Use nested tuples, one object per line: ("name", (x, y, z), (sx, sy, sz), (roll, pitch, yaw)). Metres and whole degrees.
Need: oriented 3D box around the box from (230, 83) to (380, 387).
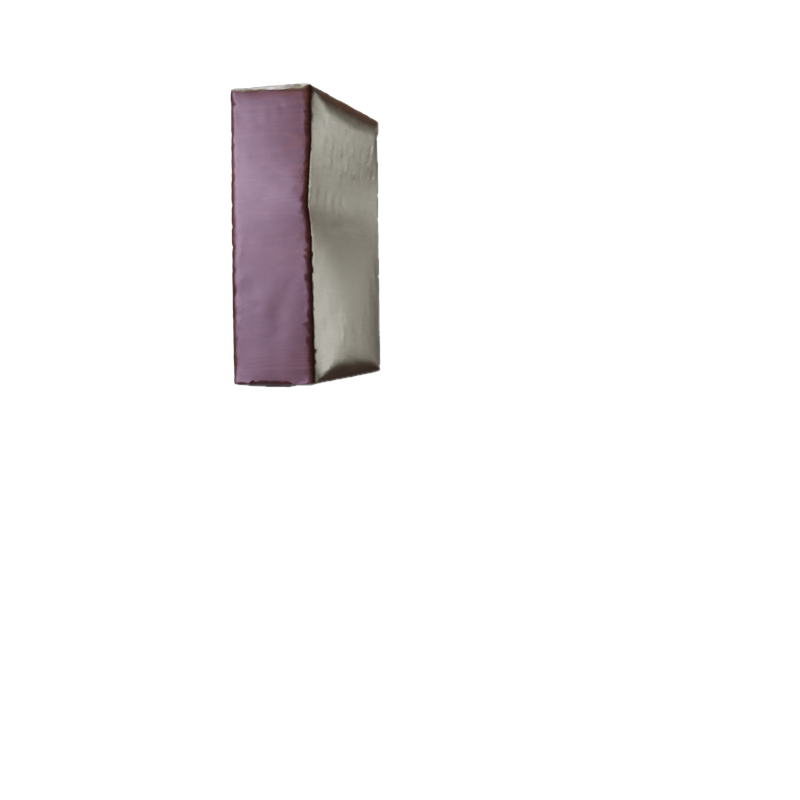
("box", (-0.067, -0.122, 0.853), (0.073, 0.215, 0.160), (-1, -1, 17))
